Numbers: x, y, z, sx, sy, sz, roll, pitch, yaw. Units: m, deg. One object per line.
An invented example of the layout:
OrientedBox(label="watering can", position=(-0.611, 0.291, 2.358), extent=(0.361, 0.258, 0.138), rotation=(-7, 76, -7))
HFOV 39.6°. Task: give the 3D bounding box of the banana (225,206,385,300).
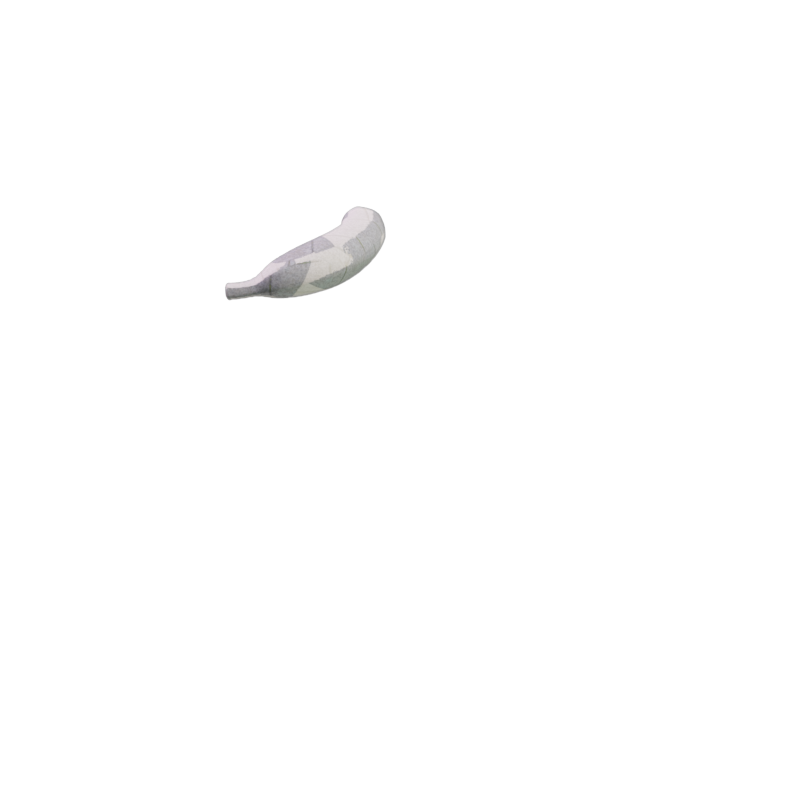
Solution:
OrientedBox(label="banana", position=(-0.051, -0.116, 0.836), extent=(0.072, 0.035, 0.199), rotation=(11, 27, 24))
